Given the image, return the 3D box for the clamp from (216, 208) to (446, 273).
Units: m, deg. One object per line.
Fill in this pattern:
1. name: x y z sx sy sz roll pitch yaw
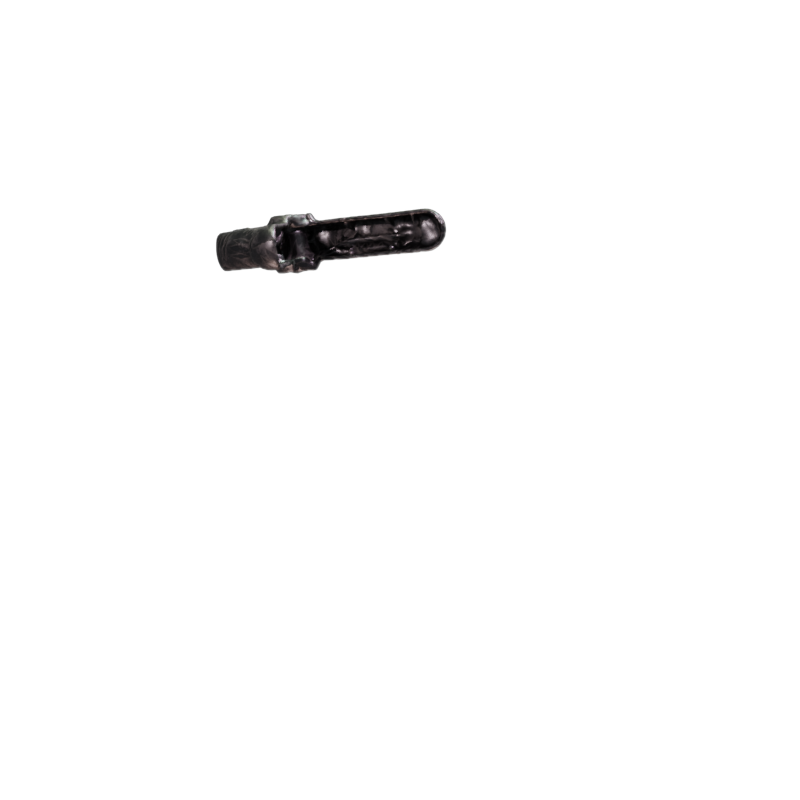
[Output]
1. clamp: -0.053 -0.097 0.679 0.117 0.039 0.178 -3 9 -21
